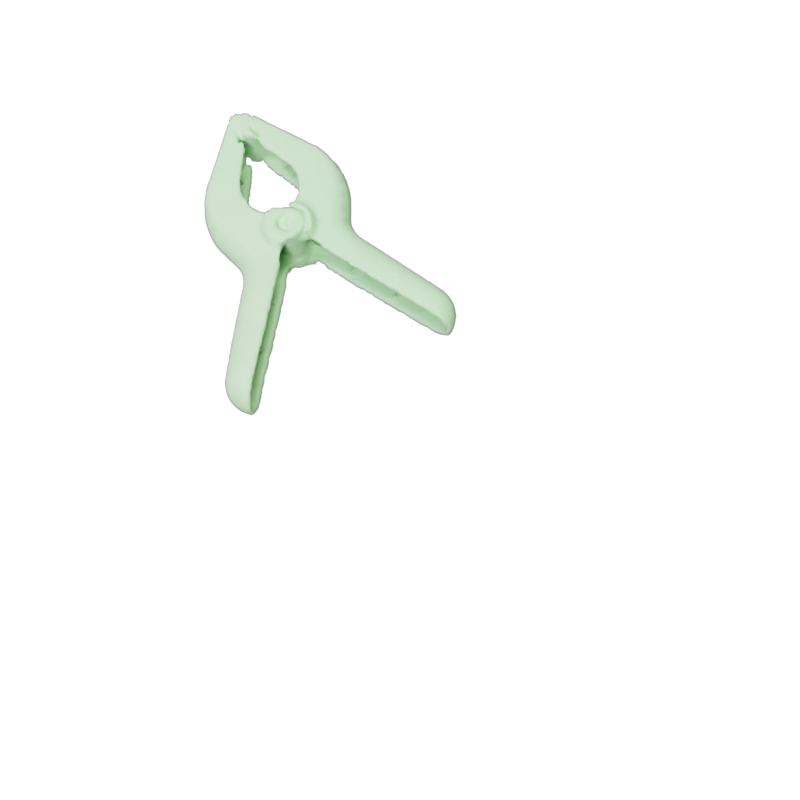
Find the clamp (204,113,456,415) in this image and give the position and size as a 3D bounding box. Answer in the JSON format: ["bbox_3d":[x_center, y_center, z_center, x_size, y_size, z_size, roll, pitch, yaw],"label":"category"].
[{"bbox_3d":[-0.046,-0.084,0.586,0.119,0.183,0.037,-12,-26,-6],"label":"clamp"}]
